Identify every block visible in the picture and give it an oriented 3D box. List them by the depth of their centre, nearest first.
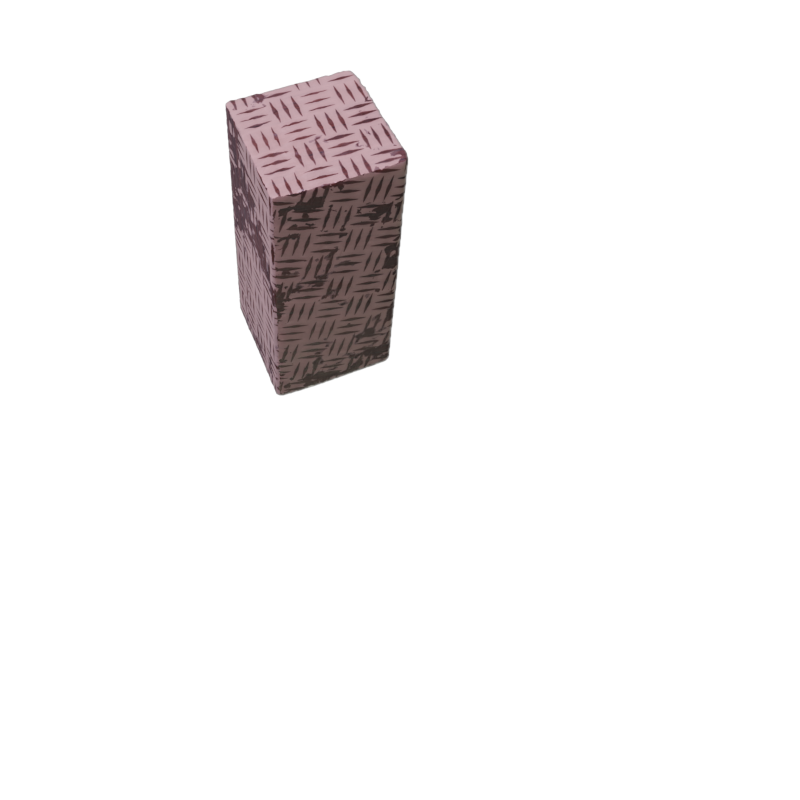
[{"bbox_3d":[-0.058,-0.107,0.747,0.089,0.098,0.192,-17,-34,-16],"label":"block"}]
